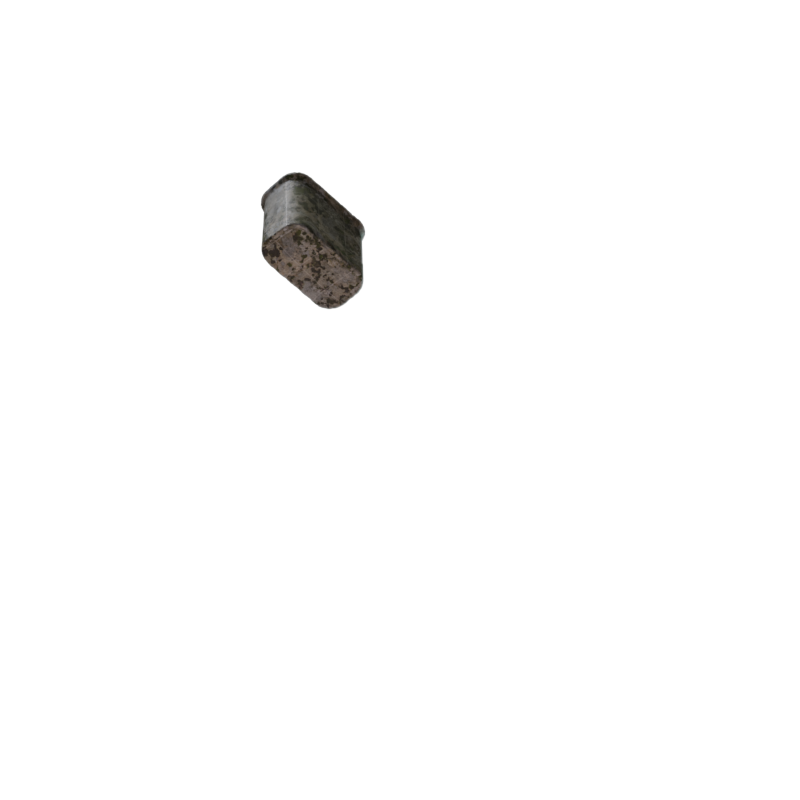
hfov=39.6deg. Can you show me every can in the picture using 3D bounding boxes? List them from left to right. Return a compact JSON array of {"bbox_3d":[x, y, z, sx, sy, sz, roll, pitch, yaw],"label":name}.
[{"bbox_3d":[-0.078,-0.142,0.996,0.057,0.090,0.096,-38,-60,24],"label":"can"}]
